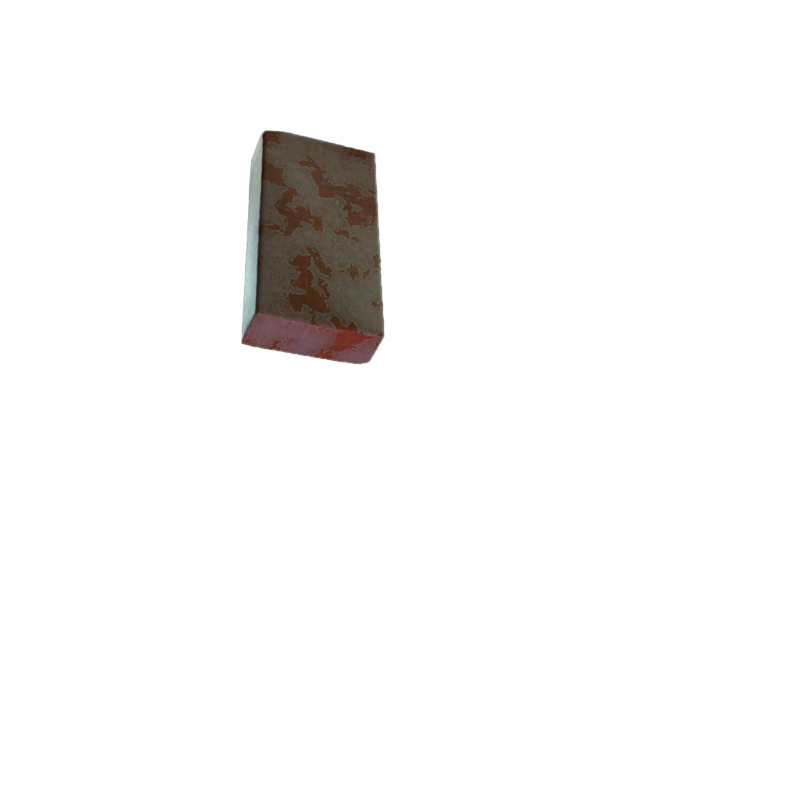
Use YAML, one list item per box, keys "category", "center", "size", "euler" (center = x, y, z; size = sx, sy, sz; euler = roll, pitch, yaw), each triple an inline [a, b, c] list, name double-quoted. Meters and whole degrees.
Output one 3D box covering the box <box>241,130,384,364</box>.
- category: "box"
  center: [-0.063, -0.114, 0.800]
  size: [0.091, 0.189, 0.046]
  euler: [9, -37, -16]
